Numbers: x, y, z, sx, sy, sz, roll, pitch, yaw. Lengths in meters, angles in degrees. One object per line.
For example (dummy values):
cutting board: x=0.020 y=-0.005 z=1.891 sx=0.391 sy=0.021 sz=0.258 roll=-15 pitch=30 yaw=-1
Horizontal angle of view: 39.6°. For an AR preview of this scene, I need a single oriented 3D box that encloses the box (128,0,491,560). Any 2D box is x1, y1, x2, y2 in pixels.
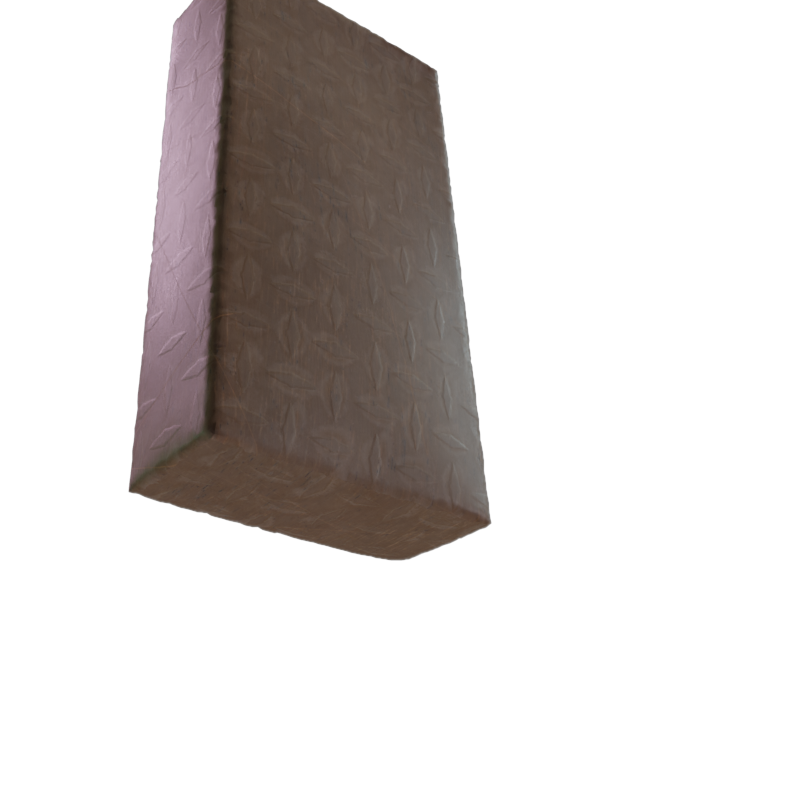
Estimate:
box: x=-0.026 y=-0.049 z=0.339 sx=0.088 sy=0.188 sz=0.047 roll=21 pitch=-39 yaw=-32
